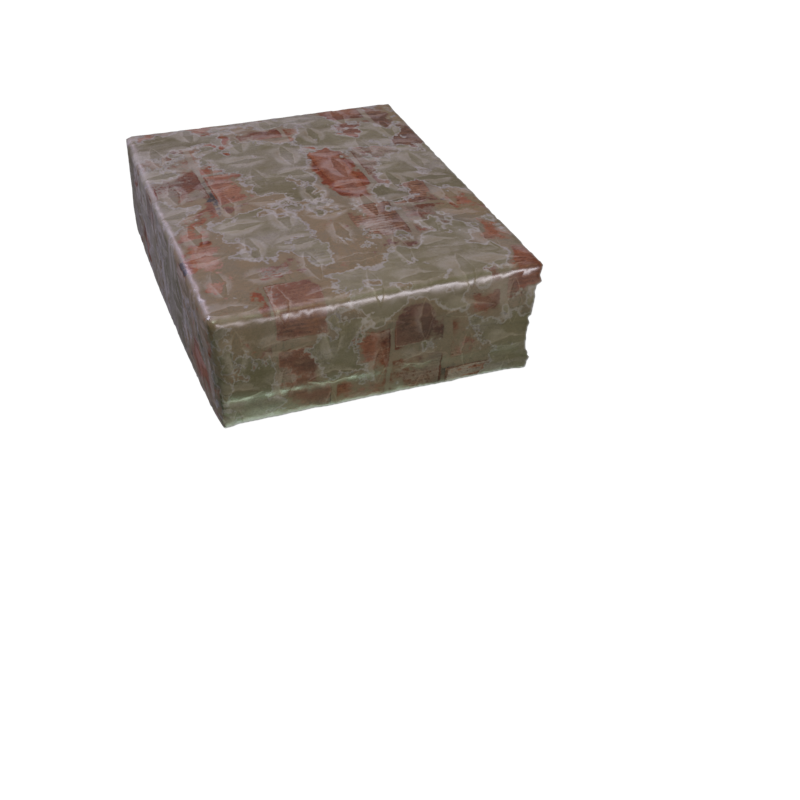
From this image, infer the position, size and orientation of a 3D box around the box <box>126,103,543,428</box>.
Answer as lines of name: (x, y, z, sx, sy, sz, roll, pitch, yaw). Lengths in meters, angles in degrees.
box: (-0.026, -0.046, 0.325, 0.089, 0.036, 0.123, -12, 39, -16)
